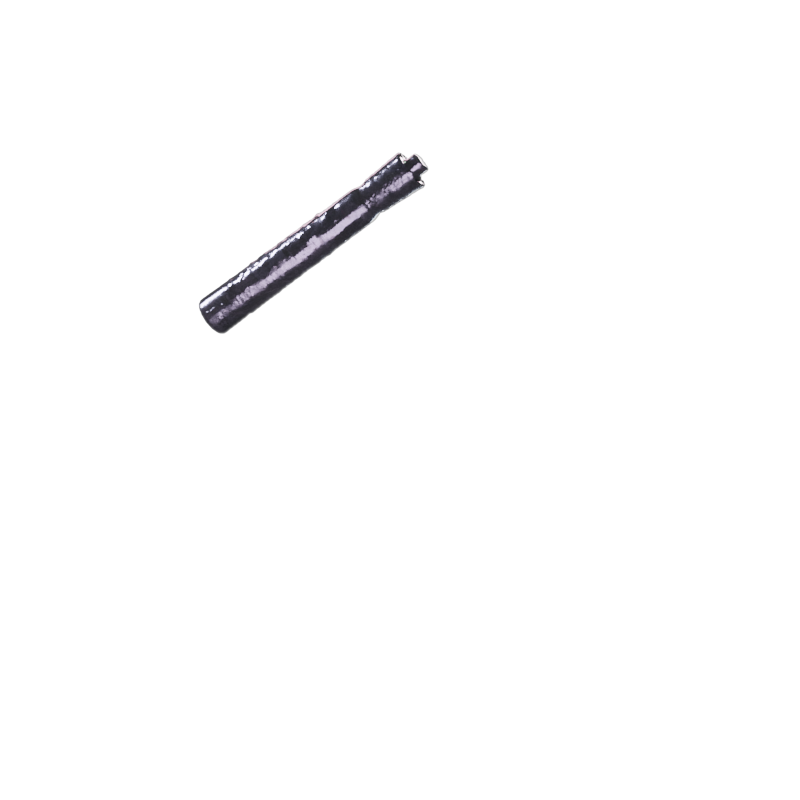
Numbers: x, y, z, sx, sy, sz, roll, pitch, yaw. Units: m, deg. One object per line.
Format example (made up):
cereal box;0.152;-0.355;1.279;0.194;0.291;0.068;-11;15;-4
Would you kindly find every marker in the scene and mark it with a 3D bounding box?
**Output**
marker;-0.038;-0.070;0.492;0.120;0.020;0.019;-34;-6;16
